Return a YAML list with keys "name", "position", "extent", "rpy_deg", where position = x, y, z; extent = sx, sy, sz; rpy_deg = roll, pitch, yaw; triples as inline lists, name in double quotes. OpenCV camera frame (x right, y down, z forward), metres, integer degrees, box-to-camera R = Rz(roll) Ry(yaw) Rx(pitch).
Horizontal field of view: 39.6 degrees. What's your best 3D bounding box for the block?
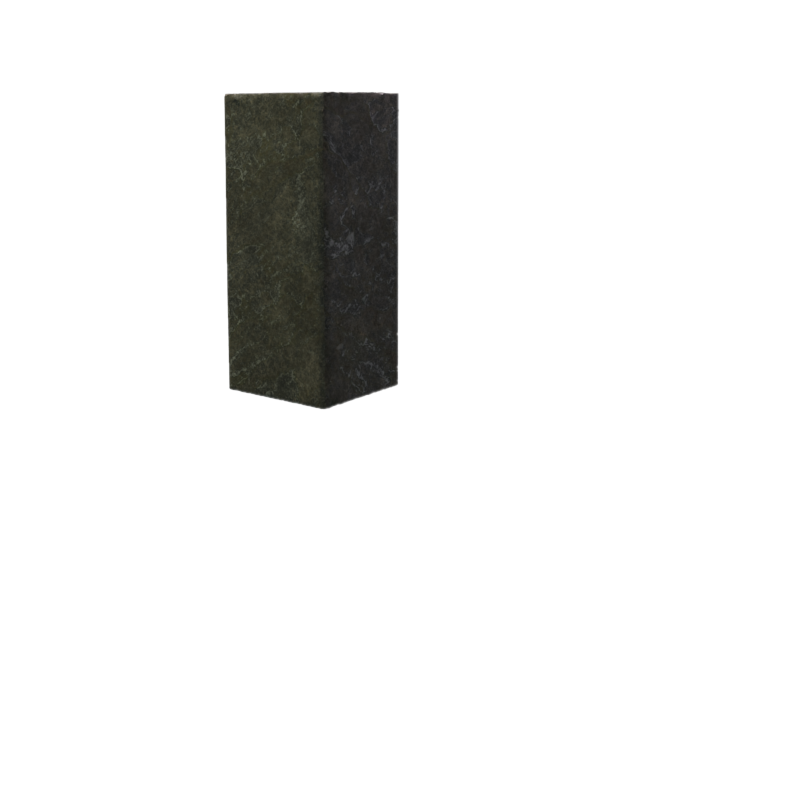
- name: "block"
  position: [-0.061, -0.110, 0.772]
  extent: [0.095, 0.202, 0.088]
  rpy_deg: [7, 10, 36]
